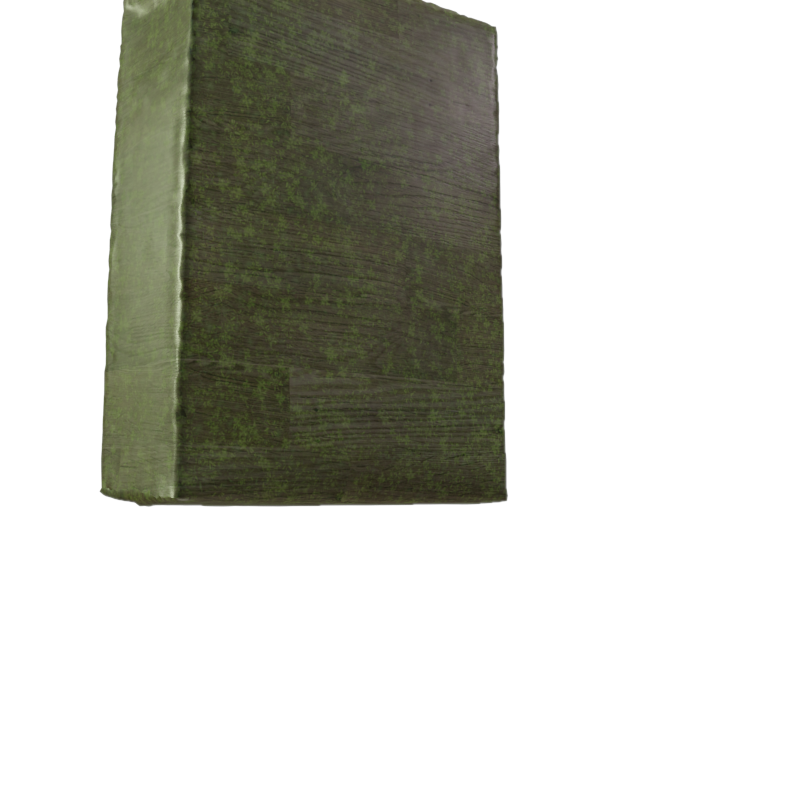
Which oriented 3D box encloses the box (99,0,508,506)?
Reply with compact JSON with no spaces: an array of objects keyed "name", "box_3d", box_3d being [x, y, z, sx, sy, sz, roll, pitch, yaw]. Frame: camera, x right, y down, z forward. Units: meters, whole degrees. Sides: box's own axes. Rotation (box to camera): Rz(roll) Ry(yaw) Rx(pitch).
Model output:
[{"name":"box","box_3d":[-0.036,-0.066,0.461,0.156,0.220,0.073,7,-14,-38]}]
